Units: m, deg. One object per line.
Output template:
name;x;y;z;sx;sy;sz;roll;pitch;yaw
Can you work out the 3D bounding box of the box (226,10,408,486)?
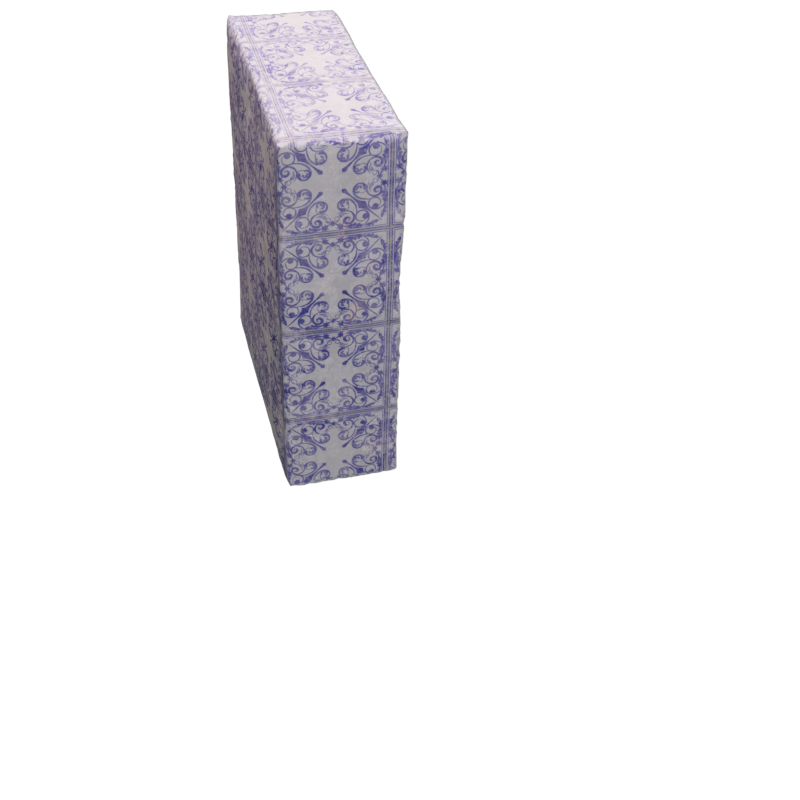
box;-0.049;-0.088;0.620;0.071;0.200;0.177;-7;37;-13
